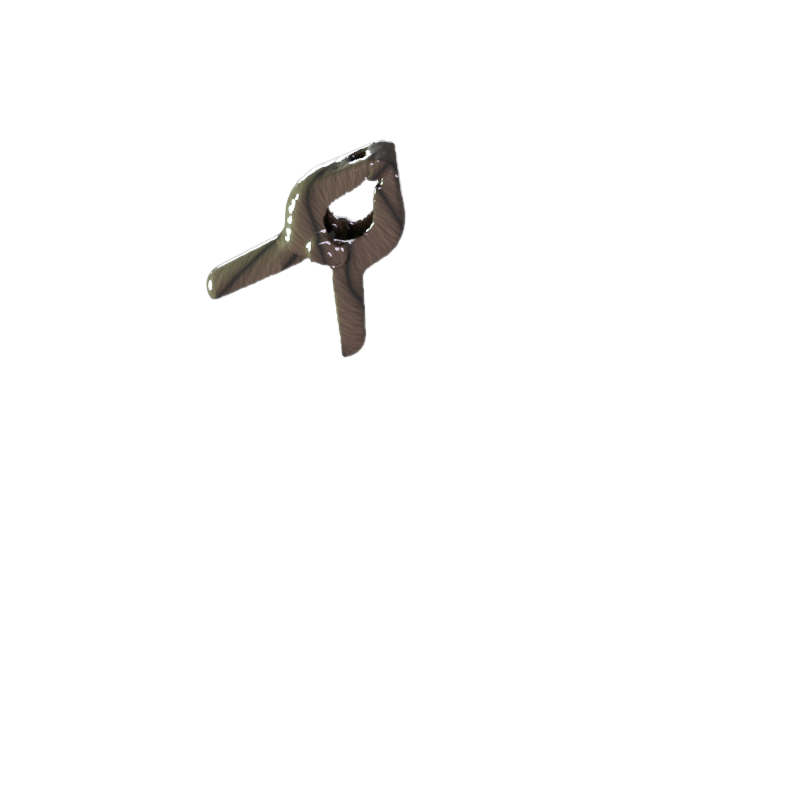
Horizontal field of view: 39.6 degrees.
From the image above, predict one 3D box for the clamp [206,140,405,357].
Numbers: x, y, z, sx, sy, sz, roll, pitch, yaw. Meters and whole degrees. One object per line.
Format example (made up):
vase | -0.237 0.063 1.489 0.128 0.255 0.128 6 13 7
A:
clamp | -0.058 -0.107 0.747 0.118 0.163 0.042 15 37 -12
